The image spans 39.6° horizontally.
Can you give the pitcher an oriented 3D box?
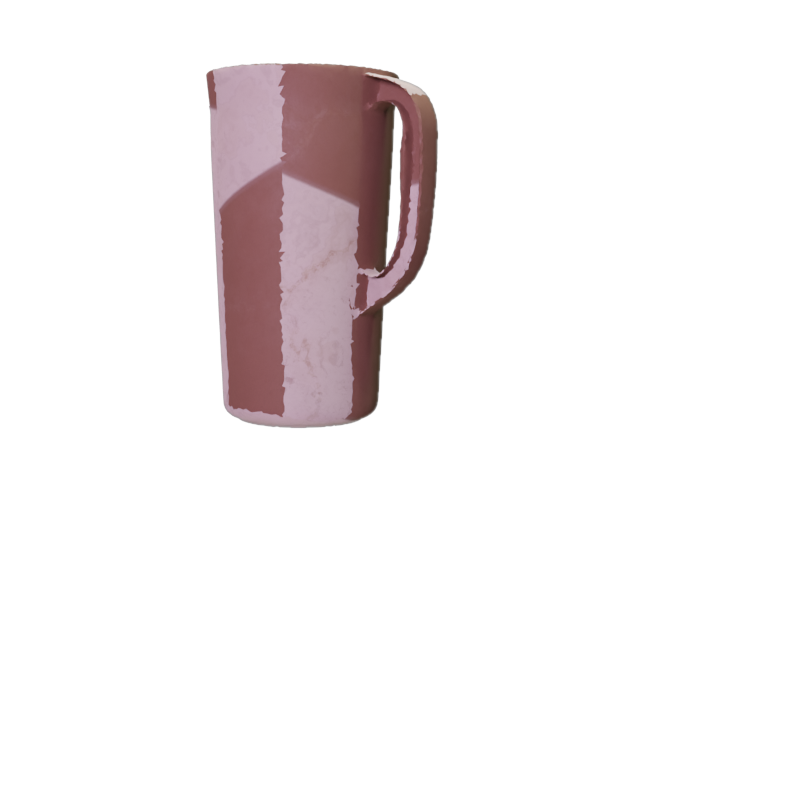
[{"bbox_3d":[-0.059,-0.108,0.760,0.143,0.242,0.152,0,4,-9],"label":"pitcher"}]
